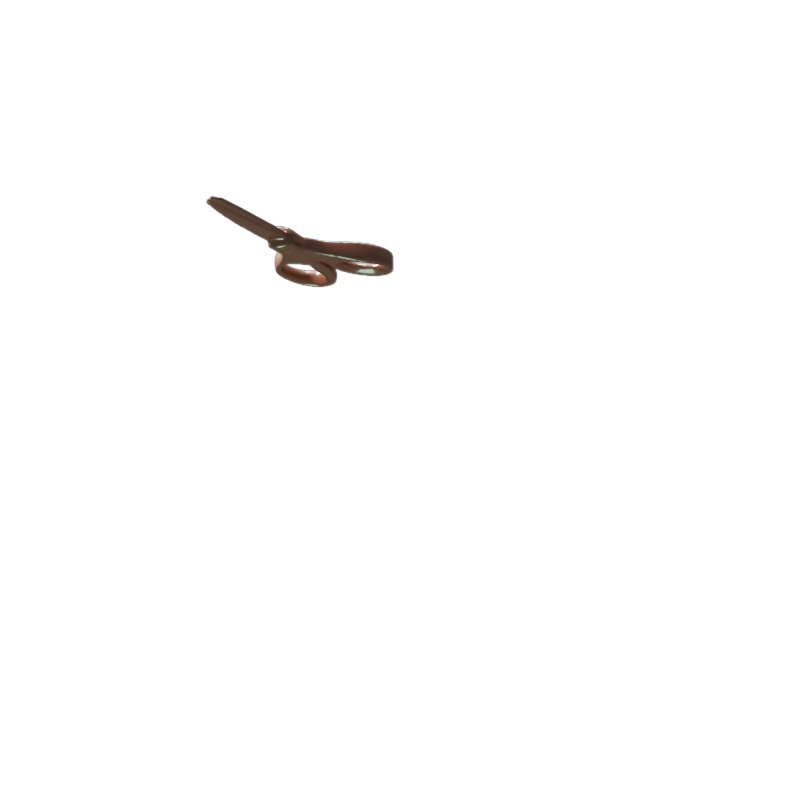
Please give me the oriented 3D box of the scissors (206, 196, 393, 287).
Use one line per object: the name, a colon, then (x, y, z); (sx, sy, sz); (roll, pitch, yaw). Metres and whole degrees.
scissors: (-0.059, -0.107, 0.749); (0.097, 0.016, 0.194); (-1, -8, 7)
